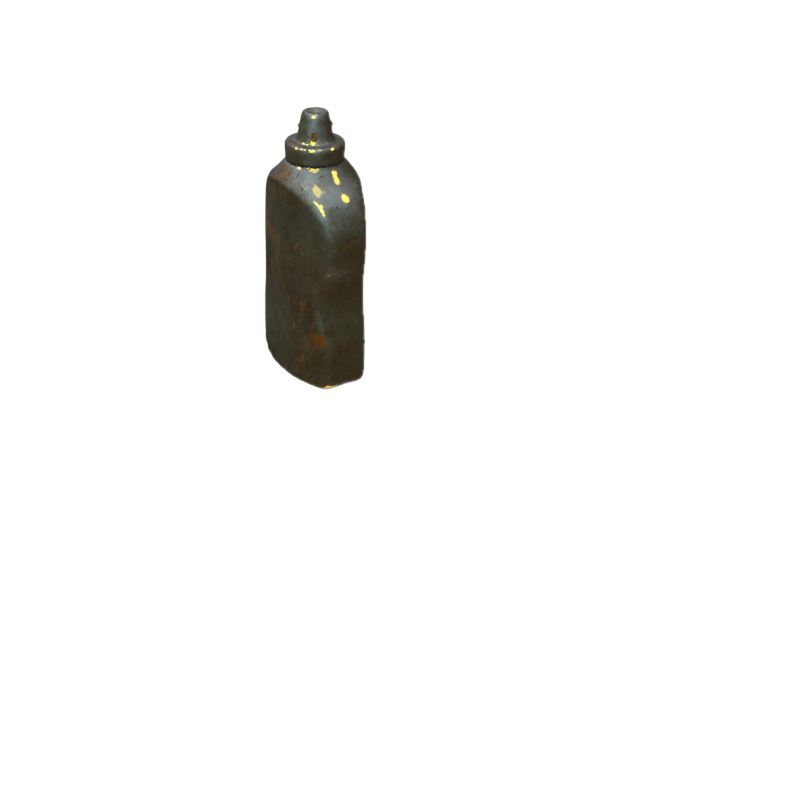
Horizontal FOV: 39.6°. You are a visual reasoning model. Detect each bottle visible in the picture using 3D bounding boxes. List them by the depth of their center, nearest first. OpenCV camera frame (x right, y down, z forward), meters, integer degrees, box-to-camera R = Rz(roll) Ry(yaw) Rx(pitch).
[{"bbox_3d":[-0.060,-0.111,0.776,0.057,0.181,0.103,-13,31,-27],"label":"bottle"}]
